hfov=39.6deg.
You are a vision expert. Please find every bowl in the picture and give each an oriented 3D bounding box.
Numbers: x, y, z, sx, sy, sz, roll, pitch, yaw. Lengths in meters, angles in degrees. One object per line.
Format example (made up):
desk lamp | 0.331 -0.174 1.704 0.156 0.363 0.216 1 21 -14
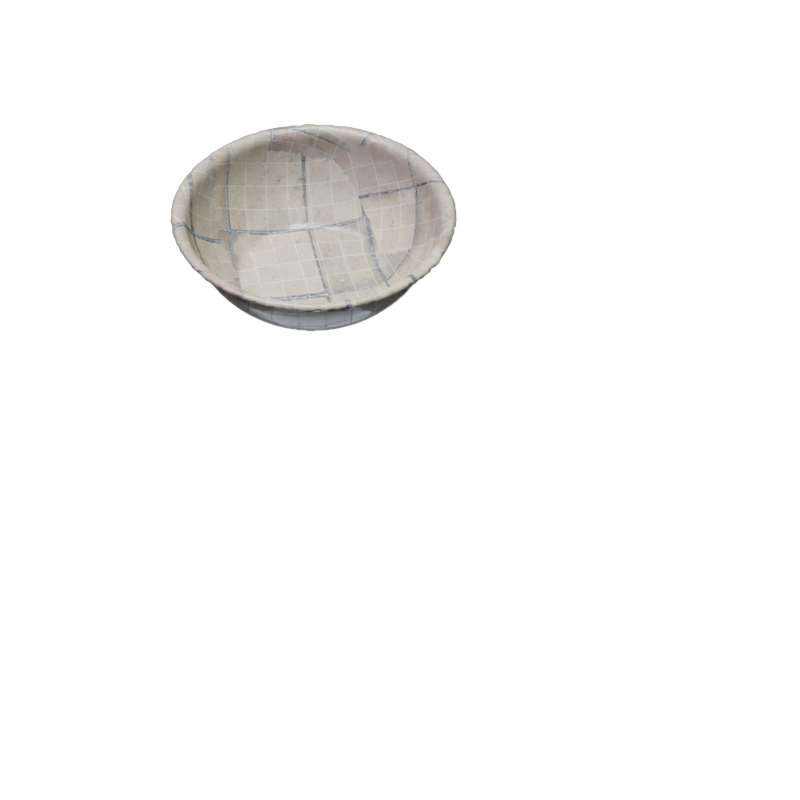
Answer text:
bowl | -0.051 -0.092 0.646 0.162 0.174 0.051 -1 -44 -1
